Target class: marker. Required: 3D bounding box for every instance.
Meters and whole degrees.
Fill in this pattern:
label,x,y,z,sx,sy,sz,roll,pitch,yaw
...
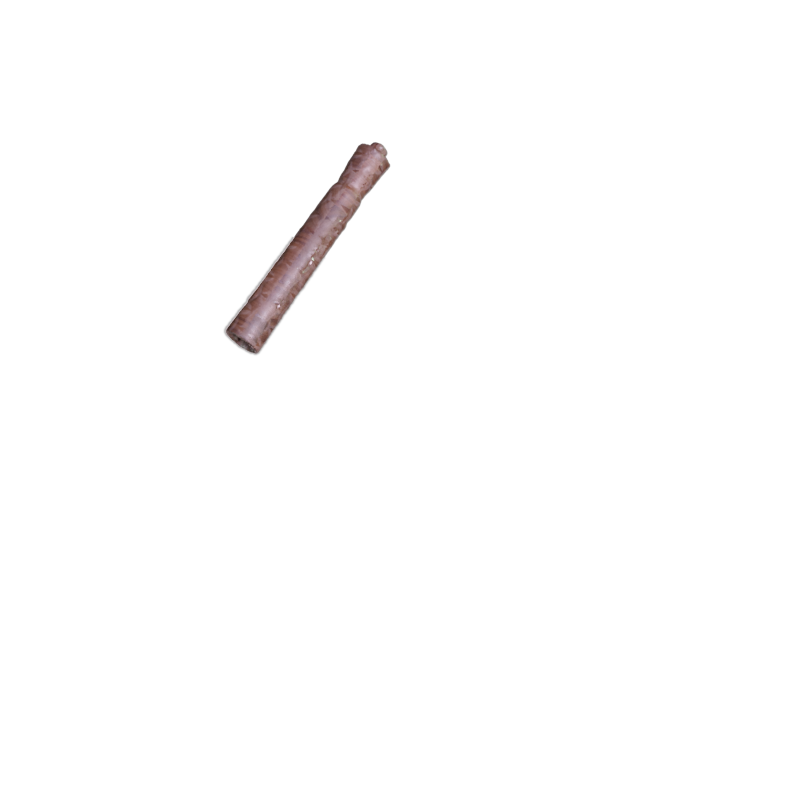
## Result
label,x,y,z,sx,sy,sz,roll,pitch,yaw
marker,-0.041,-0.076,0.529,0.020,0.124,0.019,30,-18,8
